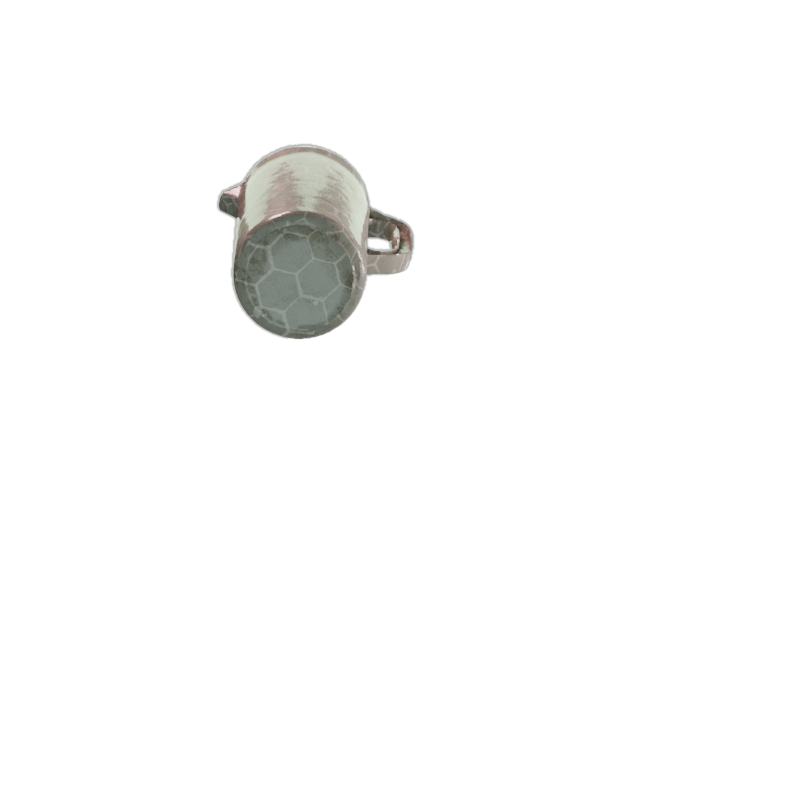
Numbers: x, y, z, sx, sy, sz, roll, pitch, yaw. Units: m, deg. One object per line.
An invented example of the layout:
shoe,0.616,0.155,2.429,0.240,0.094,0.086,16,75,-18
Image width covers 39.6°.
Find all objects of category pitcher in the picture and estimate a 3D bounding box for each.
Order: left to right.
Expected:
pitcher,-0.078,-0.142,0.998,0.149,0.139,0.254,-32,19,9
